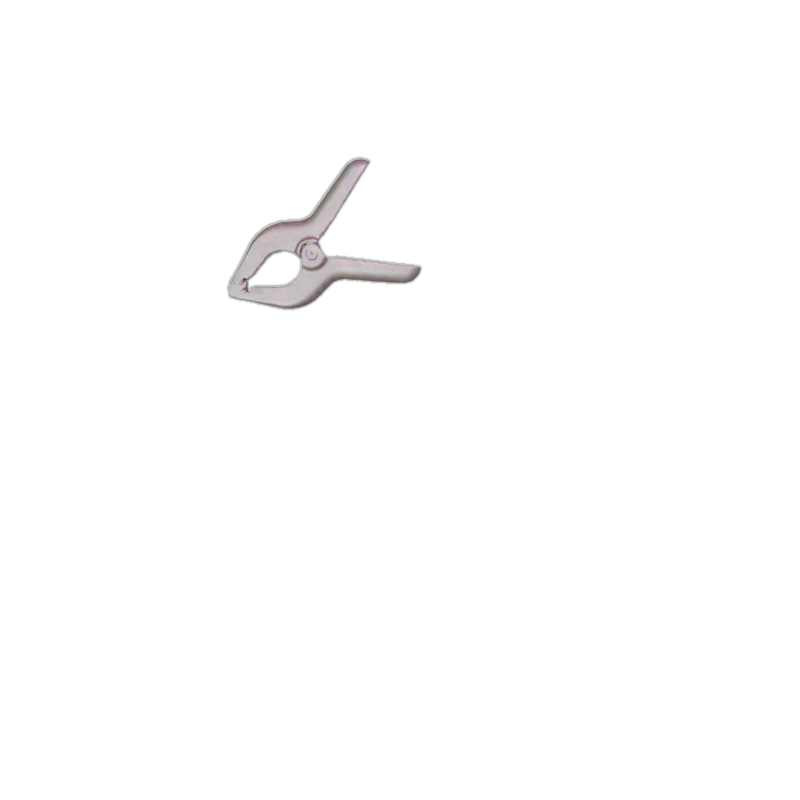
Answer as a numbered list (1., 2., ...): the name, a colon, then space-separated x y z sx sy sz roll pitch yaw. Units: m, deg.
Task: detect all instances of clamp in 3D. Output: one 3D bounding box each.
1. clamp: -0.078 -0.143 0.998 0.171 0.123 0.038 -17 -10 -3
